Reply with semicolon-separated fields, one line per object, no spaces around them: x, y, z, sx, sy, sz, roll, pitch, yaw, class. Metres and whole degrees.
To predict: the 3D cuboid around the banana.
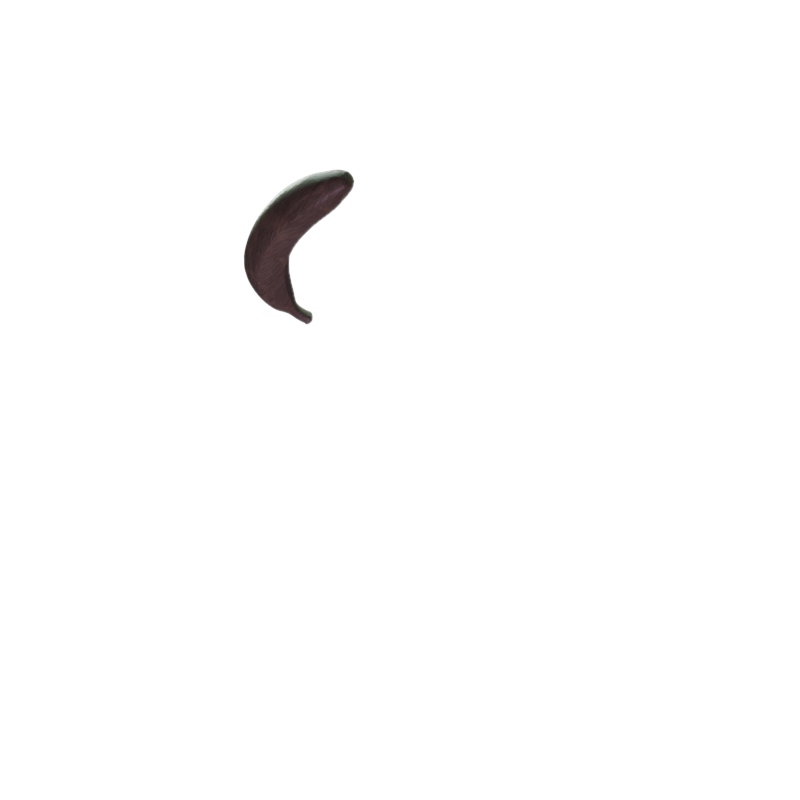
-0.089;-0.128;0.898;0.068;0.039;0.188;6;-30;-12;banana
